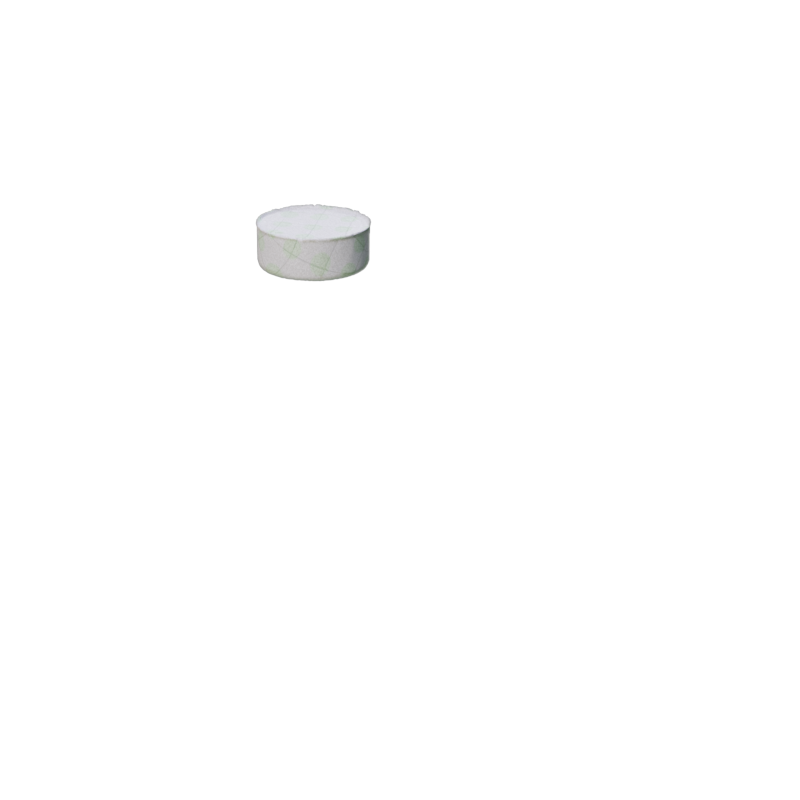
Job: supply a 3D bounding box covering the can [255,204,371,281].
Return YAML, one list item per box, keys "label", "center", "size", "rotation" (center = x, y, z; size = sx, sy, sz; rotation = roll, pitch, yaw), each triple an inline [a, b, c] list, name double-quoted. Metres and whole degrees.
- label: "can"
  center: [-0.065, -0.118, 0.828]
  size: [0.086, 0.032, 0.090]
  rotation: [-1, 25, -2]
